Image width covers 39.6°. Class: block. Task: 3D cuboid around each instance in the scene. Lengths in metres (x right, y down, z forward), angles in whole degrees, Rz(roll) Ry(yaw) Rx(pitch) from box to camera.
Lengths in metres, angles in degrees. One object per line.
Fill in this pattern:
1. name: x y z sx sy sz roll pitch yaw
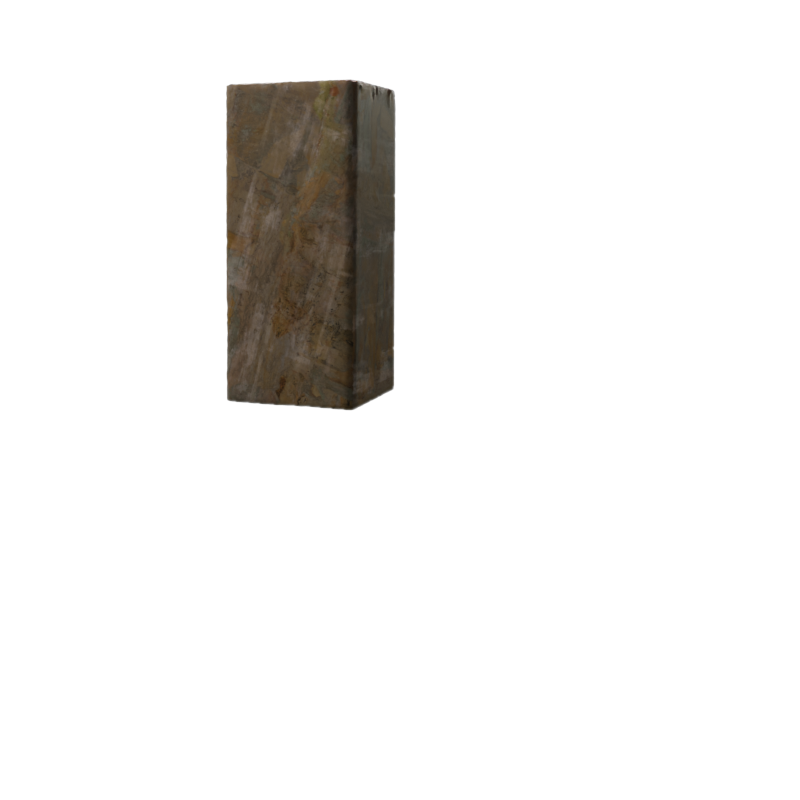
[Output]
1. block: -0.057 -0.106 0.741 0.093 0.205 0.089 1 4 20
